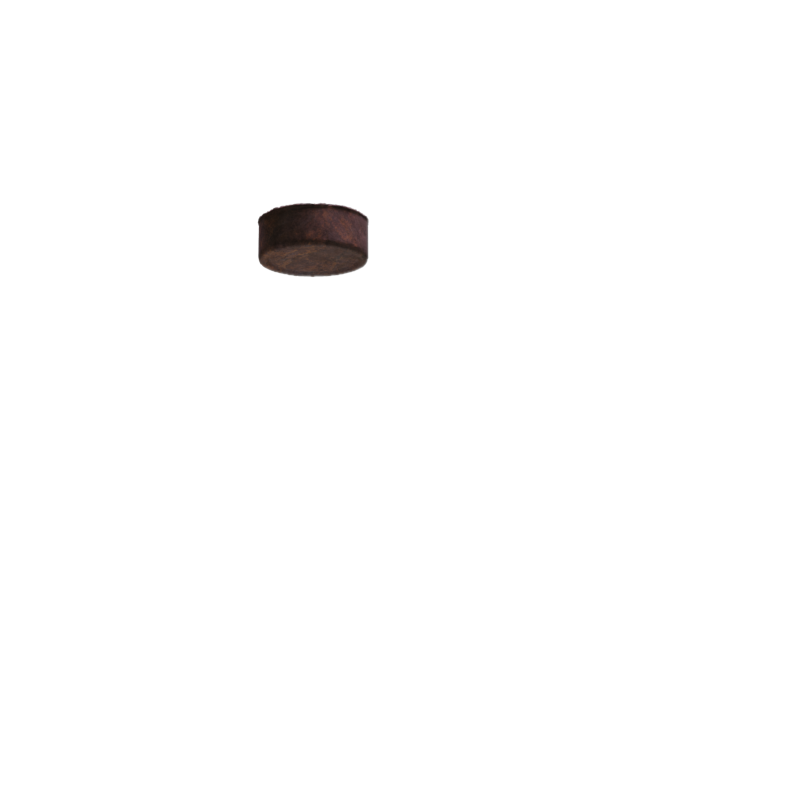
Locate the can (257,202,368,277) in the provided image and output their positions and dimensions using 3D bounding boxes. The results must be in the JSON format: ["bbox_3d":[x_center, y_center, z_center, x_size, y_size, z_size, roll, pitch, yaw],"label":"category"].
[{"bbox_3d":[-0.067,-0.122,0.852,0.086,0.035,0.083,0,-11,-2],"label":"can"}]
